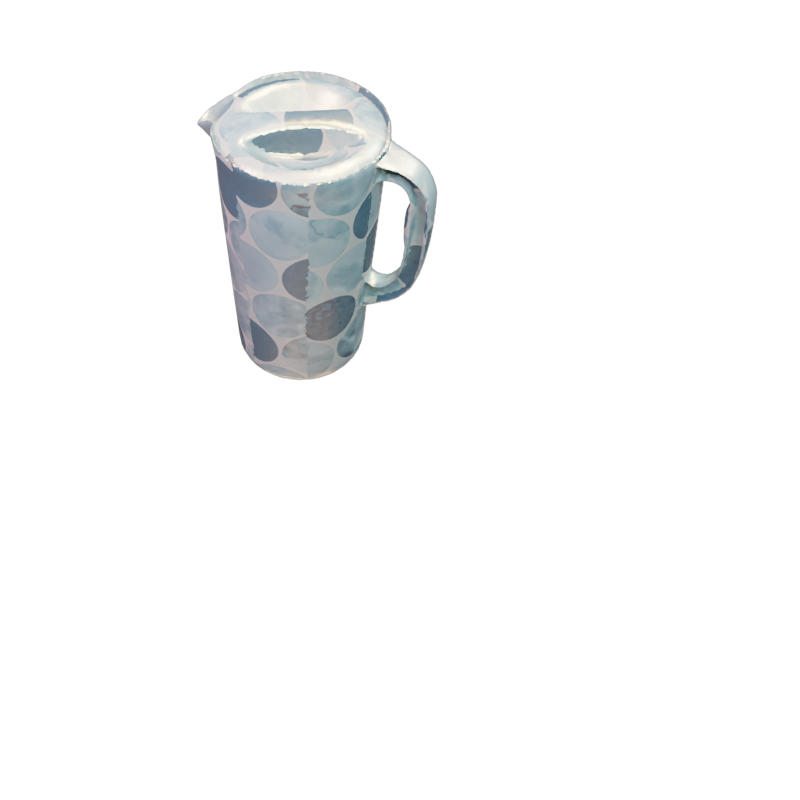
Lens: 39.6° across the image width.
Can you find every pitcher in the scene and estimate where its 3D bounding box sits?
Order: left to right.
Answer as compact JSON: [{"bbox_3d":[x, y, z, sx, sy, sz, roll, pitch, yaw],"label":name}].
[{"bbox_3d":[-0.069,-0.126,0.882,0.143,0.161,0.226,-18,-38,-18],"label":"pitcher"}]
